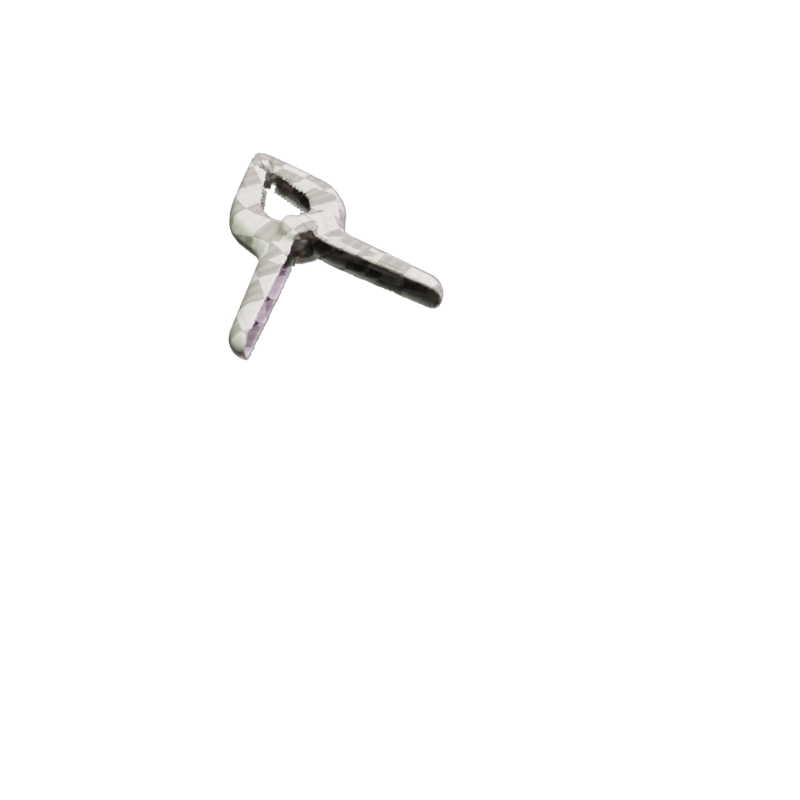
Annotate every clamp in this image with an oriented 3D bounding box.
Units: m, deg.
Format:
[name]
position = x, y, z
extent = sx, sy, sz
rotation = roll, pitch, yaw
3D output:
[clamp]
position = -0.068, -0.125, 0.874
extent = 0.163, 0.227, 0.034
rotation = -10, -43, -10
